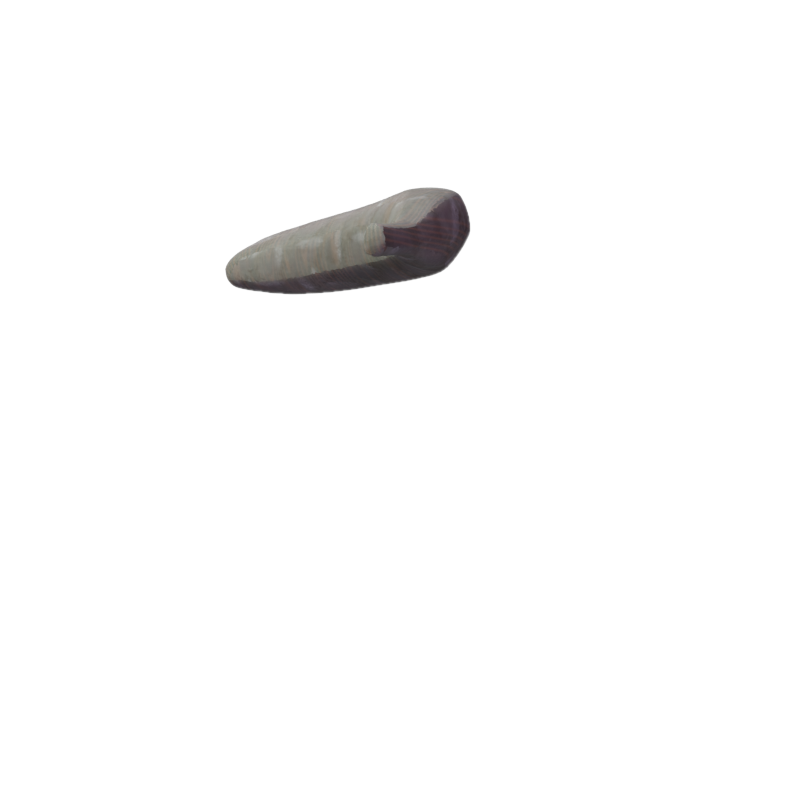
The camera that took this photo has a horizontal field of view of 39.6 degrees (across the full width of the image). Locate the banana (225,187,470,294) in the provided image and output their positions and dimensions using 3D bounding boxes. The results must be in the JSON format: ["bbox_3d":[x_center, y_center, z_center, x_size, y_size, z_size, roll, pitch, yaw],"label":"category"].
[{"bbox_3d":[-0.020,-0.071,0.499,0.068,0.037,0.201,1,0,-24],"label":"banana"}]
